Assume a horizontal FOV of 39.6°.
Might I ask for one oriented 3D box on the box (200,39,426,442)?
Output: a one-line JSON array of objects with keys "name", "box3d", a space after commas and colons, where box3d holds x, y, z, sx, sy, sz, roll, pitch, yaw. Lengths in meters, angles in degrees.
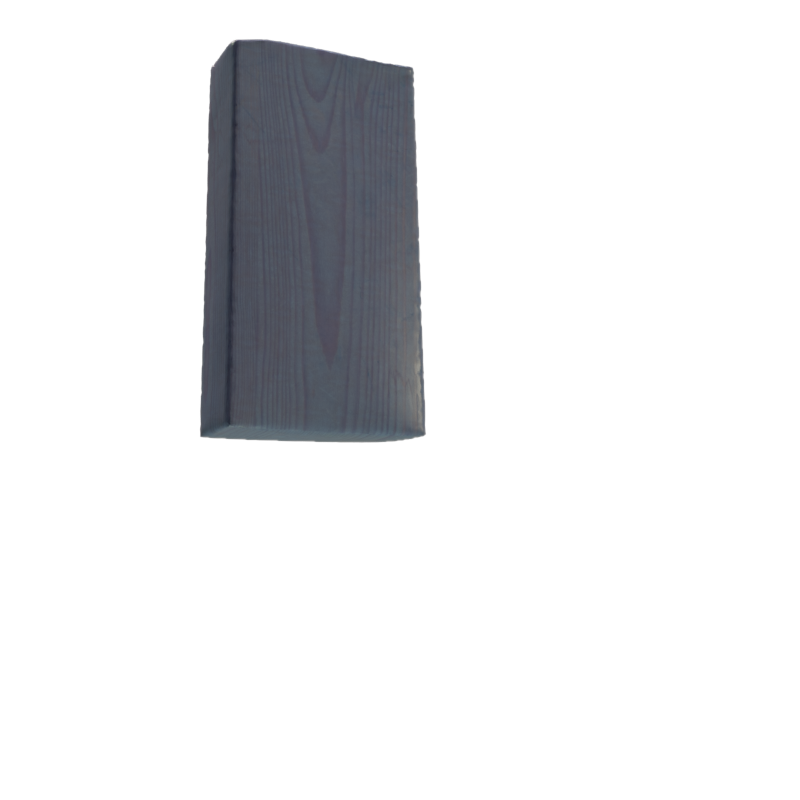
[{"name": "box", "box3d": [-0.039, -0.071, 0.500, 0.090, 0.182, 0.048, 5, -15, -23]}]
